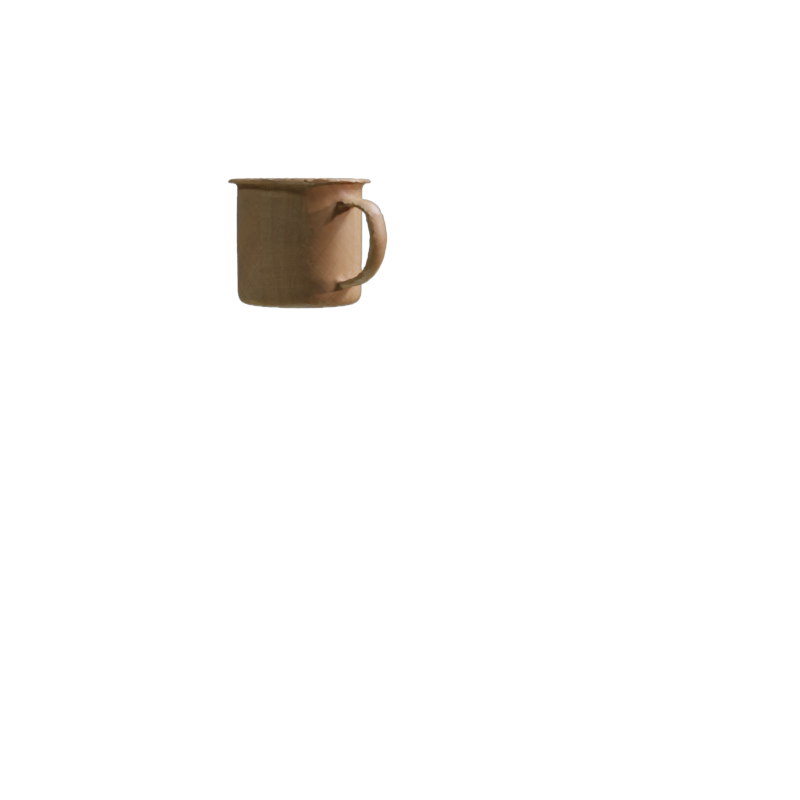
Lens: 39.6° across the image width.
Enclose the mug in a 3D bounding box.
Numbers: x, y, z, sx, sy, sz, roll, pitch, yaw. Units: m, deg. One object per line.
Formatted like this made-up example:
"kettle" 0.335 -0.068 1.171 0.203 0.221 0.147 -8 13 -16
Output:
"mug" -0.056 -0.102 0.718 0.122 0.081 0.090 6 9 38
